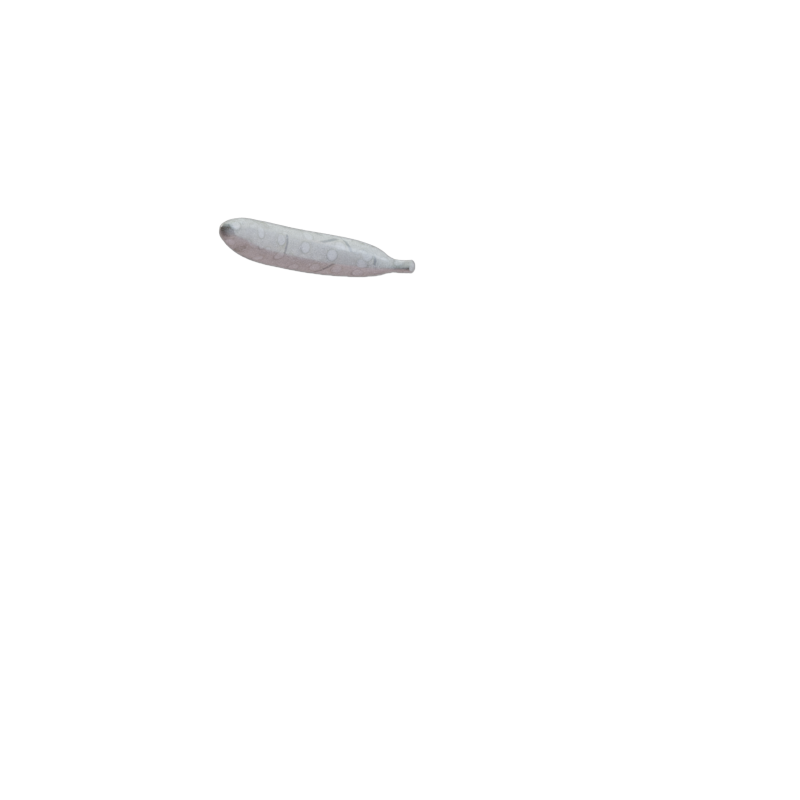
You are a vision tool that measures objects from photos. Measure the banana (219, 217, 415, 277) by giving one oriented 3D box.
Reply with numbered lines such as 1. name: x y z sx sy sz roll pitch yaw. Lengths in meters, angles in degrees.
1. banana: -0.084 -0.136 0.985 0.189 0.038 0.071 5 -10 -33
